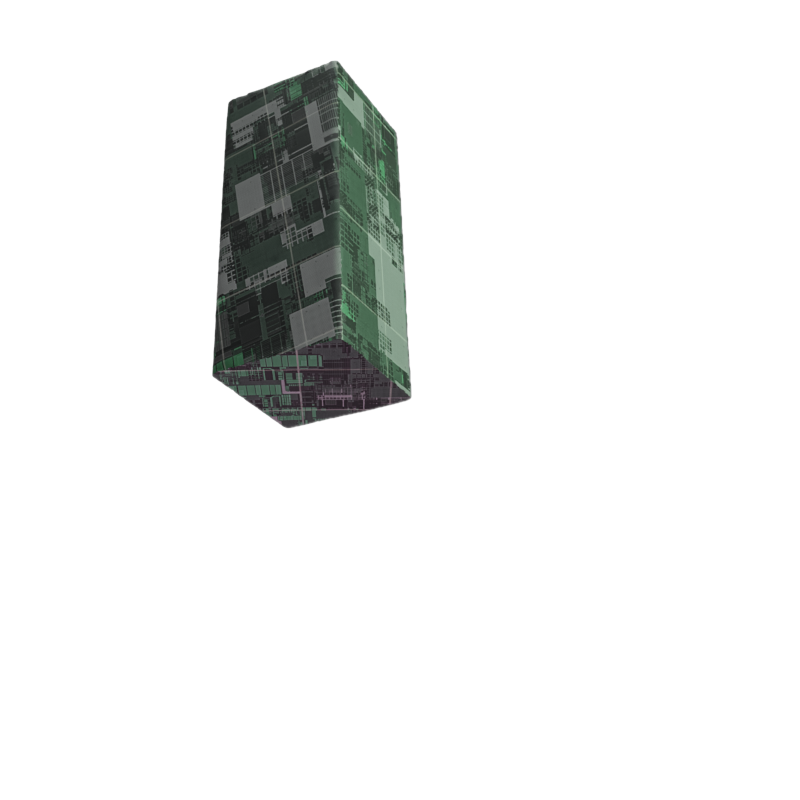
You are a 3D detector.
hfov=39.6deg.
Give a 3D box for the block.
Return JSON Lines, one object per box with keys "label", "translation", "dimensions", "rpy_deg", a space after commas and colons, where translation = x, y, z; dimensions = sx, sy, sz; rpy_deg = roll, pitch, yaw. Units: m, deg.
{"label": "block", "translation": [-0.056, -0.101, 0.708], "dimensions": [0.091, 0.220, 0.084], "rpy_deg": [-17, -34, 23]}
